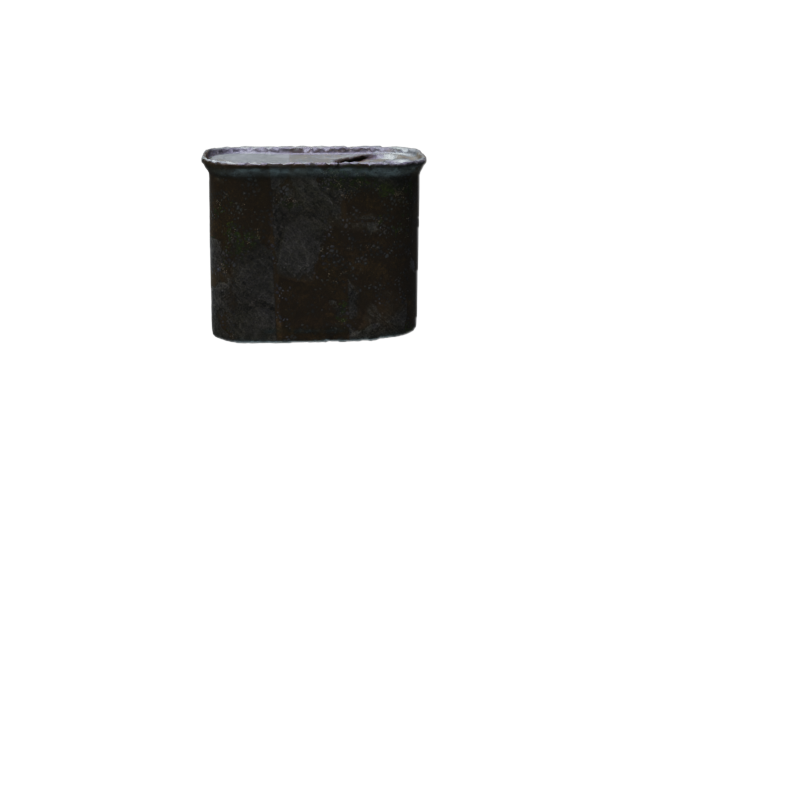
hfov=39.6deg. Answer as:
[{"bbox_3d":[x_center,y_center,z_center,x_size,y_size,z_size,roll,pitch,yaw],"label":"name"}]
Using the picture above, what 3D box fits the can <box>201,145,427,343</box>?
[{"bbox_3d":[-0.040,-0.074,0.518,0.101,0.081,0.060,-1,15,-4],"label":"can"}]
